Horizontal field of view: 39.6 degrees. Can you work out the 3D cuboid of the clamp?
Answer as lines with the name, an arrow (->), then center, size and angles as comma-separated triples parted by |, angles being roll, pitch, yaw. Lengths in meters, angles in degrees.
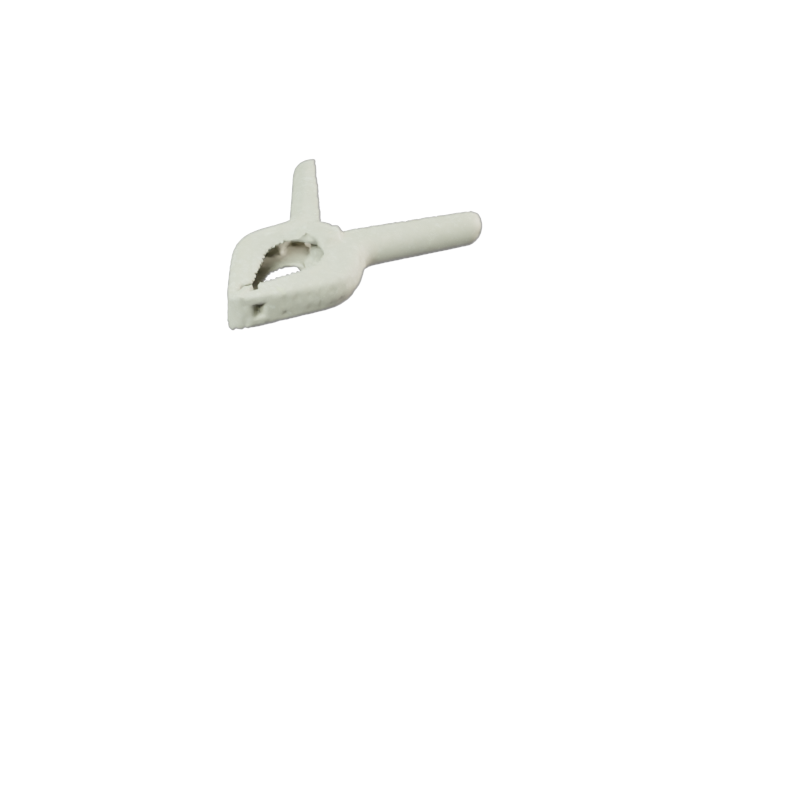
clamp -> -0.063, -0.115, 0.808 | 0.175, 0.034, 0.211 | 26, 43, 31
